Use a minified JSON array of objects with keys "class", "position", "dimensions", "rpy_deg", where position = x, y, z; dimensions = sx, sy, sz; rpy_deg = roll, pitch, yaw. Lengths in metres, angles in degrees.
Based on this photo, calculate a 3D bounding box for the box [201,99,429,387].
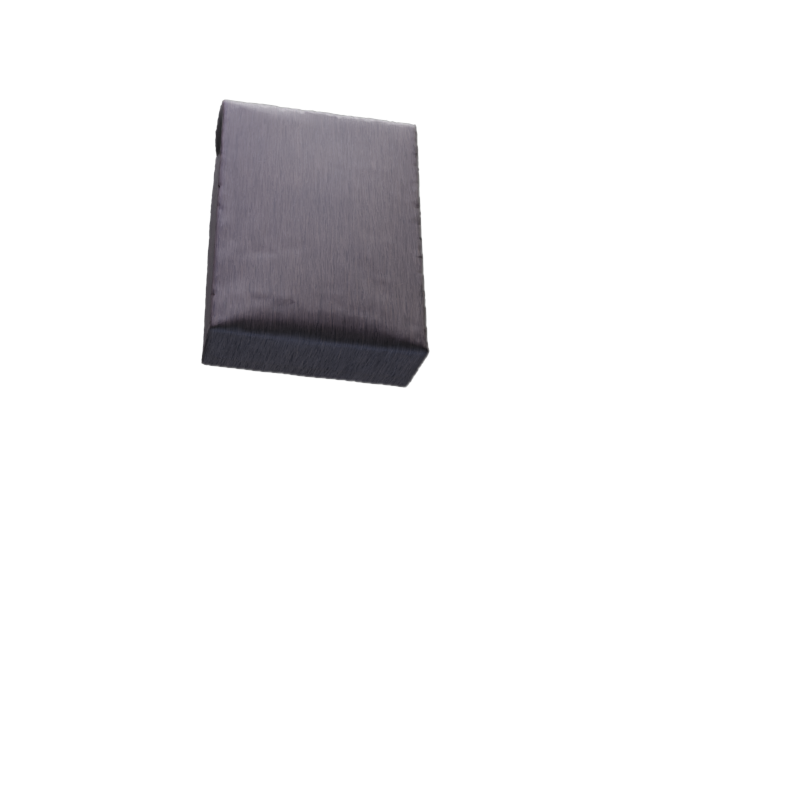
[{"class":"box","position":[-0.068,-0.124,0.872],"dimensions":[0.161,0.228,0.068],"rpy_deg":[5,-32,-11]}]
